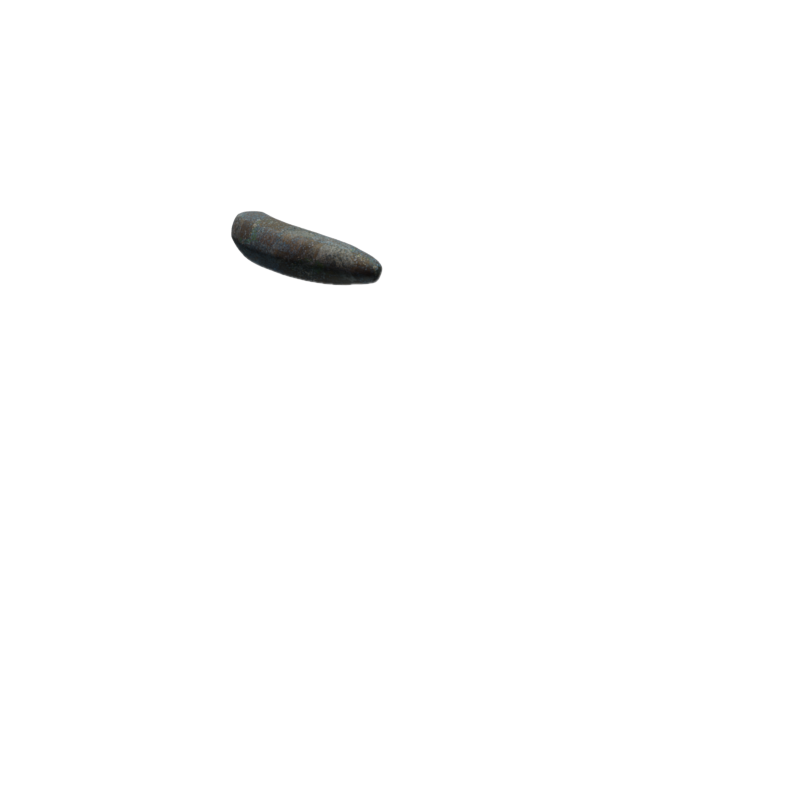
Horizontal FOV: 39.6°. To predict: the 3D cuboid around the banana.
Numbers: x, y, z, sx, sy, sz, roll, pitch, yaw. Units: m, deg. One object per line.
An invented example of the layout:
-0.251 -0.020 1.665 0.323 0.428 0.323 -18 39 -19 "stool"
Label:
-0.085 -0.120 0.846 0.068 0.035 0.209 -8 21 -24 "banana"
